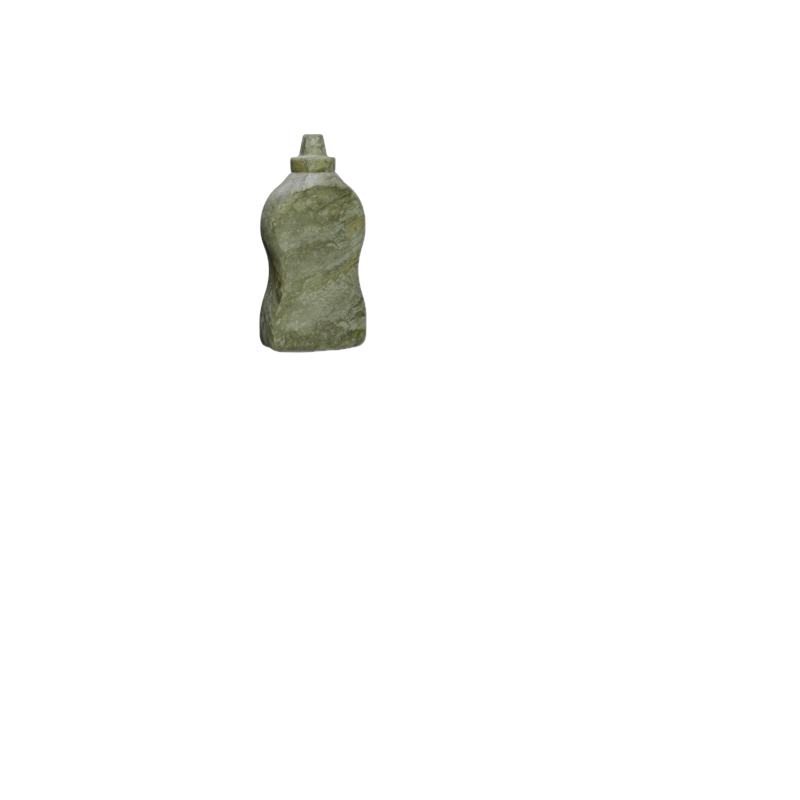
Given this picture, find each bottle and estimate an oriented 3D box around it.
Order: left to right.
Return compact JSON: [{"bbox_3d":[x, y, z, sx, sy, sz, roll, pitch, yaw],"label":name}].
[{"bbox_3d":[-0.078,-0.142,0.993,0.093,0.189,0.061,-2,6,-23],"label":"bottle"}]
